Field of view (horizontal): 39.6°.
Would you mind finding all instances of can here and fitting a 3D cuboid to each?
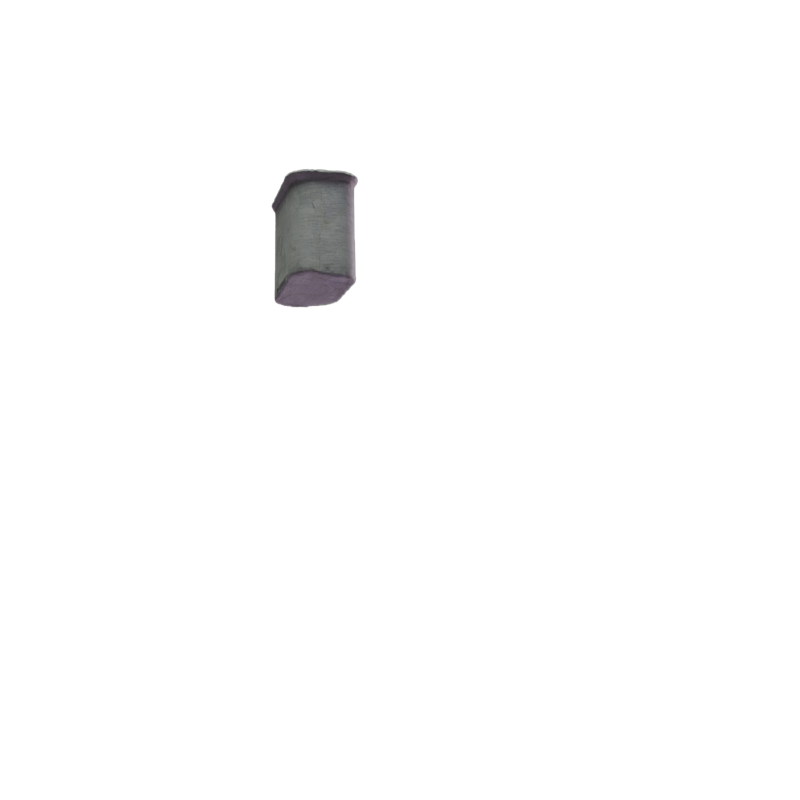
[{"bbox_3d":[-0.068,-0.125,0.875,0.056,0.087,0.100,3,-14,-14],"label":"can"}]
